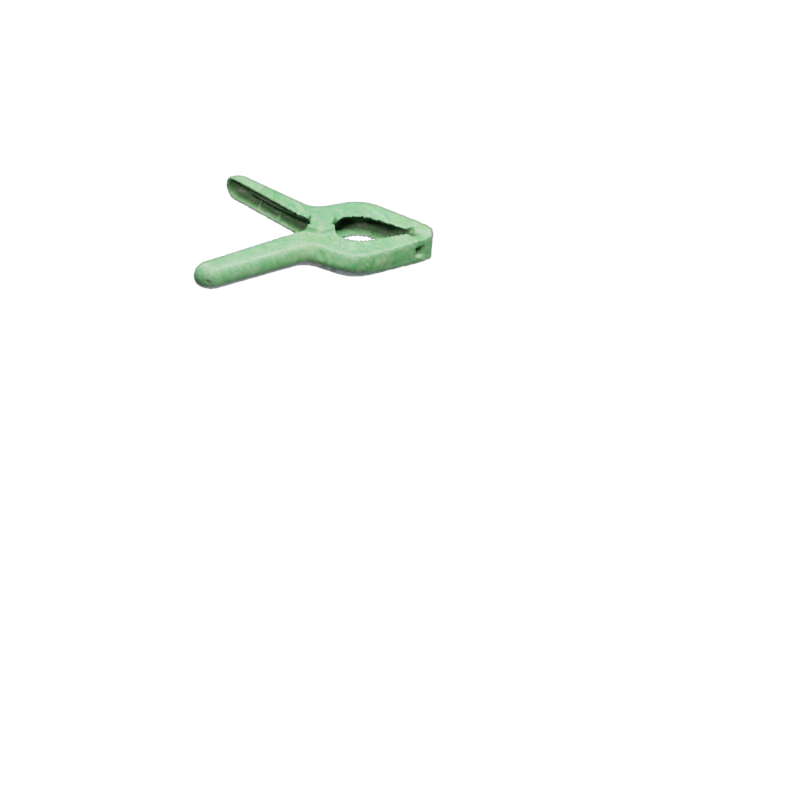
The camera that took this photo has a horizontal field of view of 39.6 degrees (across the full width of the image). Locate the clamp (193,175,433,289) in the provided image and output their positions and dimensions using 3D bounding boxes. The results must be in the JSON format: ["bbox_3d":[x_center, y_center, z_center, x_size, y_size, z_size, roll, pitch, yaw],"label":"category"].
[{"bbox_3d":[-0.078,-0.143,1.000,0.214,0.034,0.173,8,41,9],"label":"clamp"}]
